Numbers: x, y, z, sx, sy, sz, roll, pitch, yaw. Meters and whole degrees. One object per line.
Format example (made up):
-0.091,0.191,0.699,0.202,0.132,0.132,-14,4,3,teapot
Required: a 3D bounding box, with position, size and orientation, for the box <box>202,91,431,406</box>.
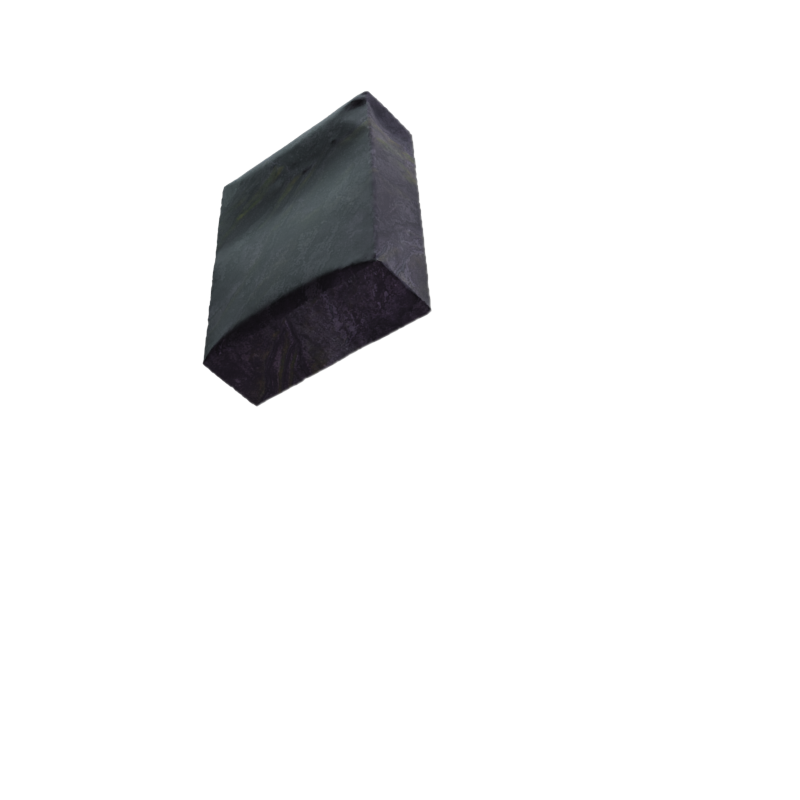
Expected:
-0.068,-0.124,0.865,0.164,0.230,0.067,-29,-50,24,box
